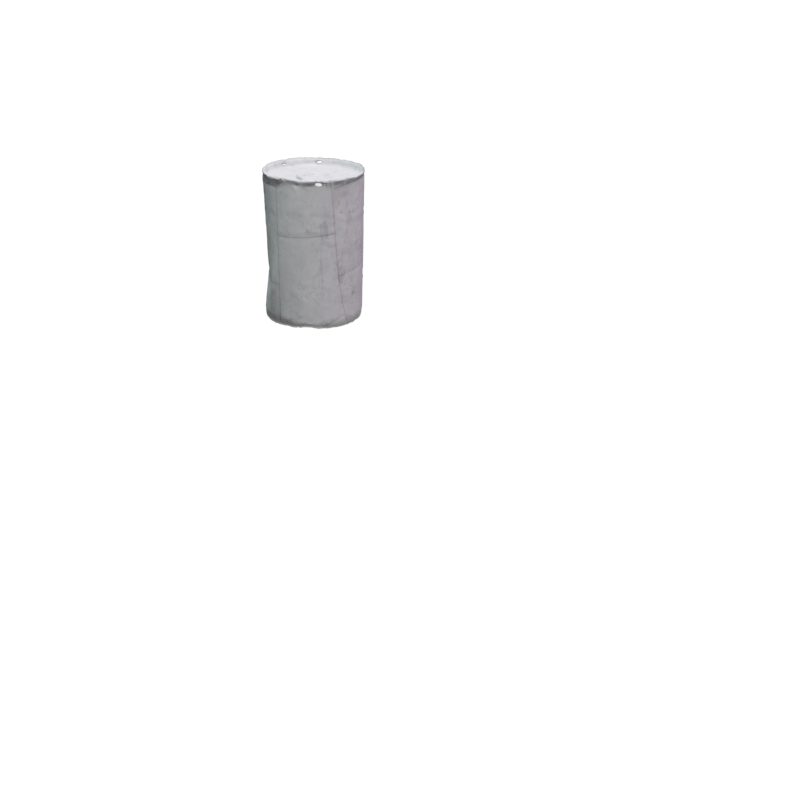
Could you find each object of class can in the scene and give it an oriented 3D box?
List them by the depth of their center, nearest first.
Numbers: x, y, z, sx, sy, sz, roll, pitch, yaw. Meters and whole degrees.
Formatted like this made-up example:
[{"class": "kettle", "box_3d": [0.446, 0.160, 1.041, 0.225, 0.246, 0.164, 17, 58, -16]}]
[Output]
[{"class": "can", "box_3d": [-0.058, -0.106, 0.745, 0.068, 0.098, 0.072, 0, 19, -2]}]
